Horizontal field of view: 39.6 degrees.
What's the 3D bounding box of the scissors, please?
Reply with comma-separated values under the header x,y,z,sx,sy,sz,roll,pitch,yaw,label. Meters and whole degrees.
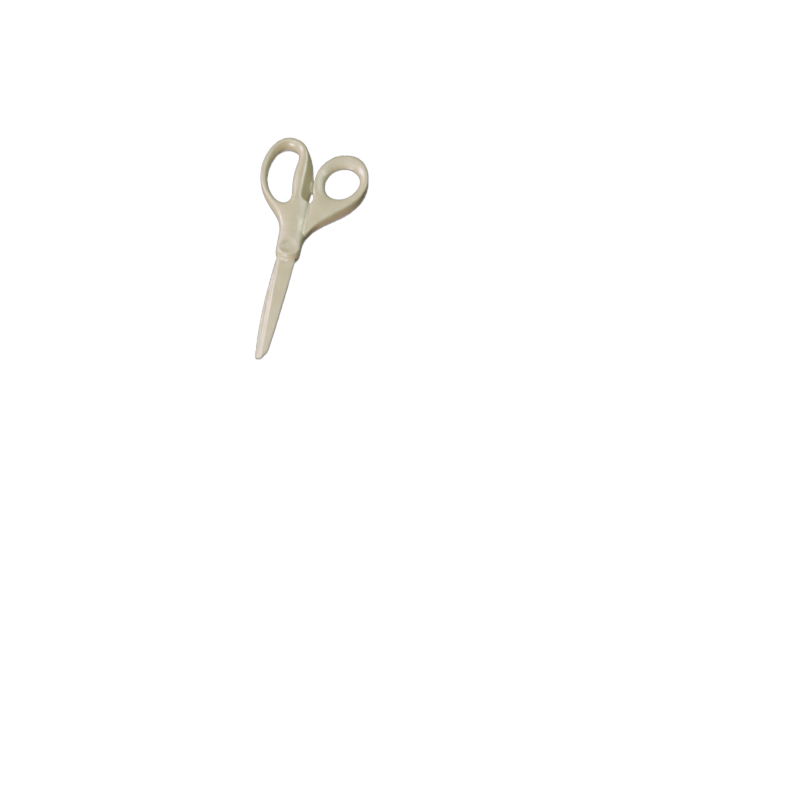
x,y,z,sx,sy,sz,roll,pitch,yaw,label
-0.067,-0.122,0.856,0.096,0.216,0.015,-4,-32,-3,scissors
